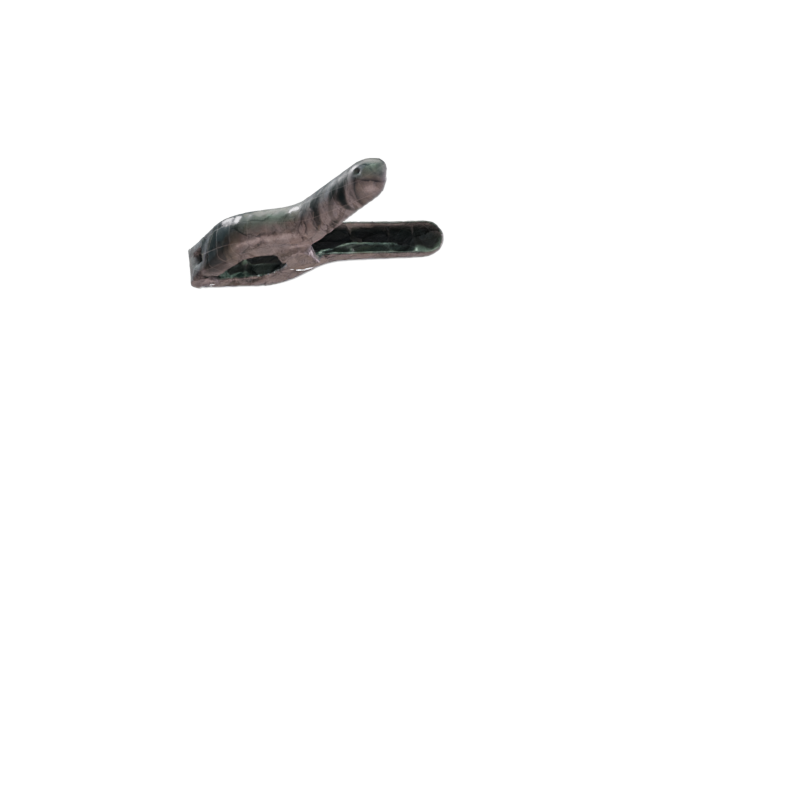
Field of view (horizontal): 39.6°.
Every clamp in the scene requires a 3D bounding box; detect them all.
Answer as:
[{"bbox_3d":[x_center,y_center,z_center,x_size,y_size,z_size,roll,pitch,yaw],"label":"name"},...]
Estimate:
[{"bbox_3d":[-0.058,-0.106,0.740,0.174,0.041,0.112,-14,-27,28],"label":"clamp"}]
